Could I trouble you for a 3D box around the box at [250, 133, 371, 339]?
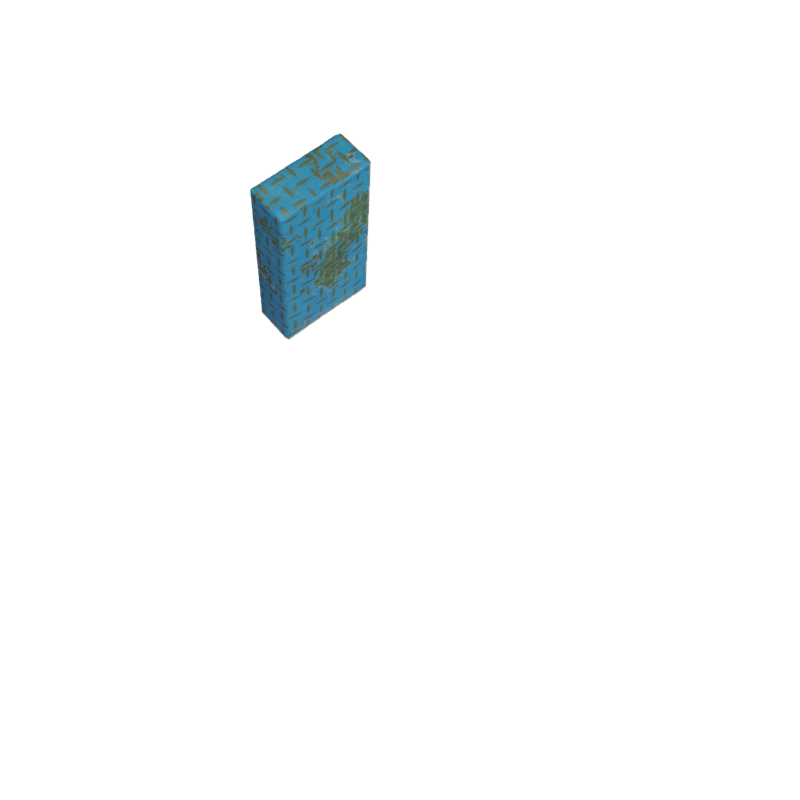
[{"bbox_3d":[-0.072,-0.130,0.916,0.094,0.051,0.166,-37,-19,-20],"label":"box"}]
